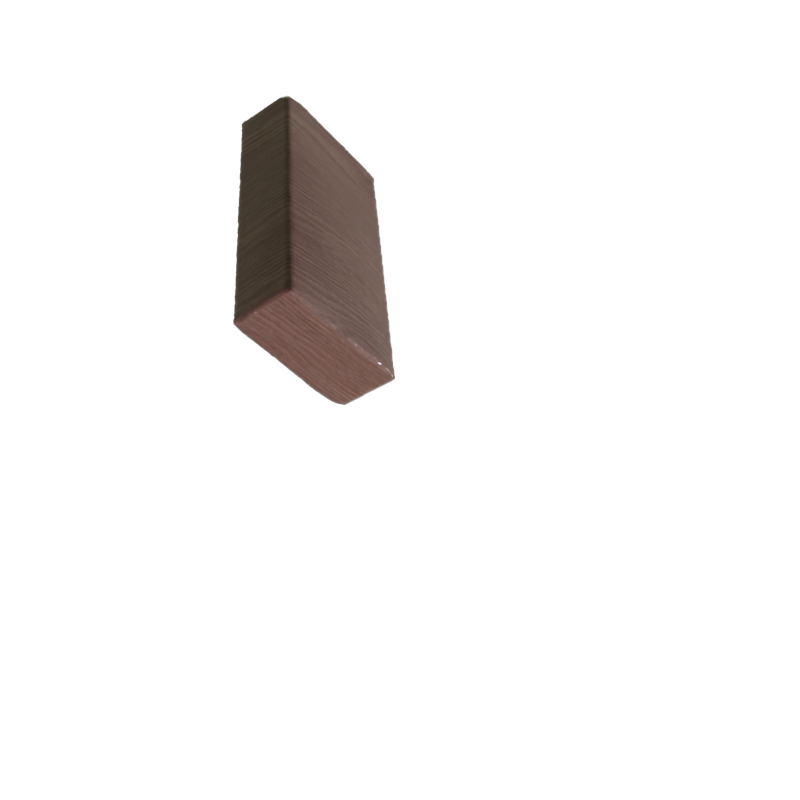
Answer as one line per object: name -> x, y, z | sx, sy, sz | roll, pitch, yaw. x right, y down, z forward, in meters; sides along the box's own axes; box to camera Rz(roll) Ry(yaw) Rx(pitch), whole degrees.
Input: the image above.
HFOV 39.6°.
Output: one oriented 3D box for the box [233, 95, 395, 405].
box -> -0.050, -0.092, 0.646 | 0.048, 0.189, 0.087 | -29, -48, 25
